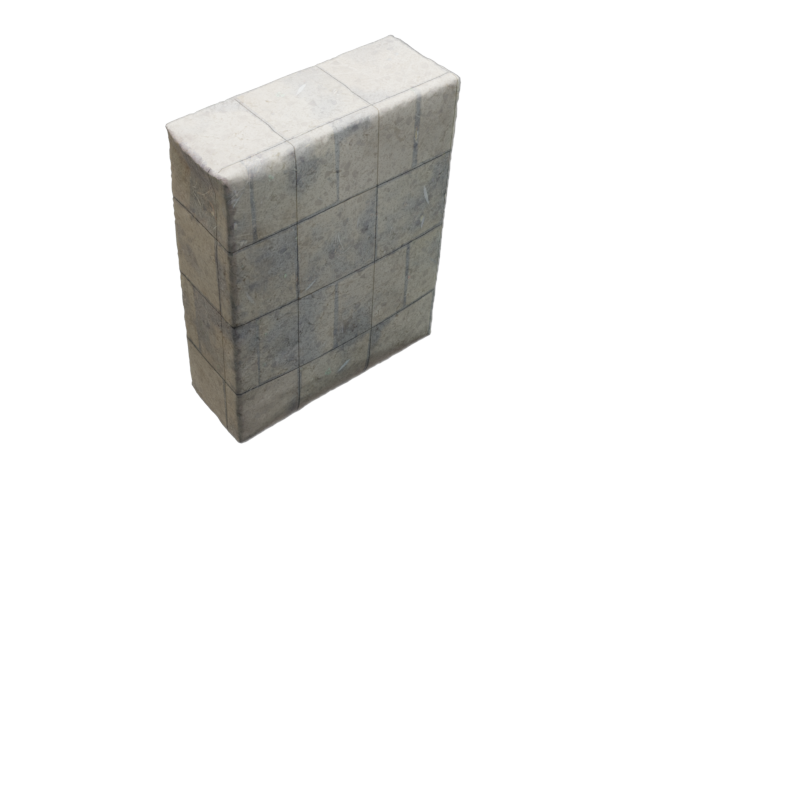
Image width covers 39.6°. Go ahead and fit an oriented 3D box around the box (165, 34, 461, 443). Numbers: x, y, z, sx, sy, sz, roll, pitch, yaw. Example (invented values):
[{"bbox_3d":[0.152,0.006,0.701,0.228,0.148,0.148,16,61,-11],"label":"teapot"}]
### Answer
[{"bbox_3d":[-0.053,-0.097,0.682,0.164,0.199,0.077,-29,53,-28],"label":"box"}]
